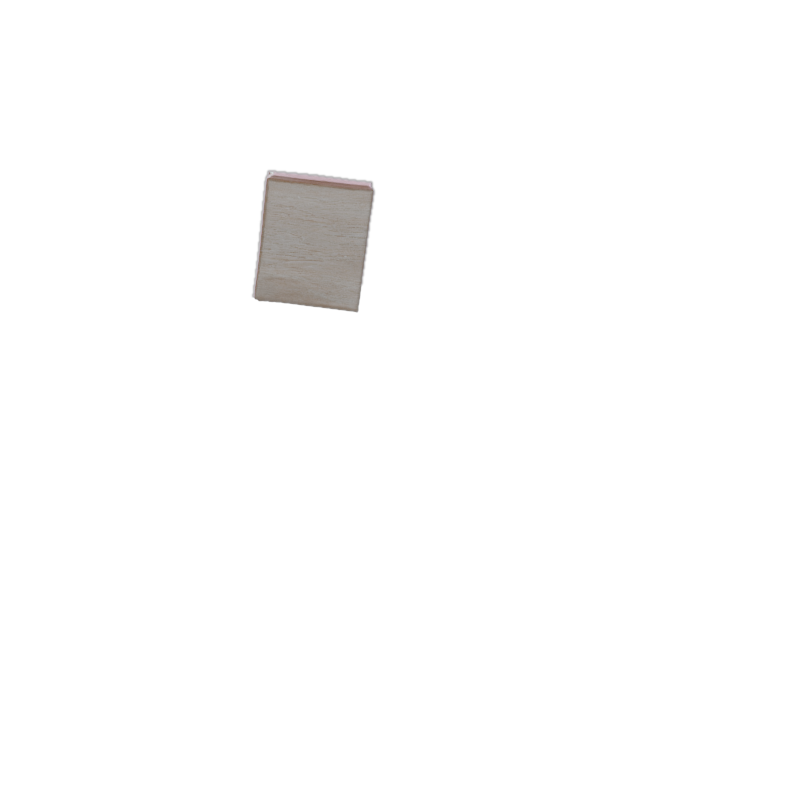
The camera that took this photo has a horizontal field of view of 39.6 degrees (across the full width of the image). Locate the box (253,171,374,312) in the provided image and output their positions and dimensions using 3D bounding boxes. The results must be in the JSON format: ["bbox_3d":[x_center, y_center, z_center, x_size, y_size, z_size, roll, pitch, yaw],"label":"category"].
[{"bbox_3d":[-0.060,-0.109,0.761,0.073,0.086,0.031,7,15,-3],"label":"box"}]
